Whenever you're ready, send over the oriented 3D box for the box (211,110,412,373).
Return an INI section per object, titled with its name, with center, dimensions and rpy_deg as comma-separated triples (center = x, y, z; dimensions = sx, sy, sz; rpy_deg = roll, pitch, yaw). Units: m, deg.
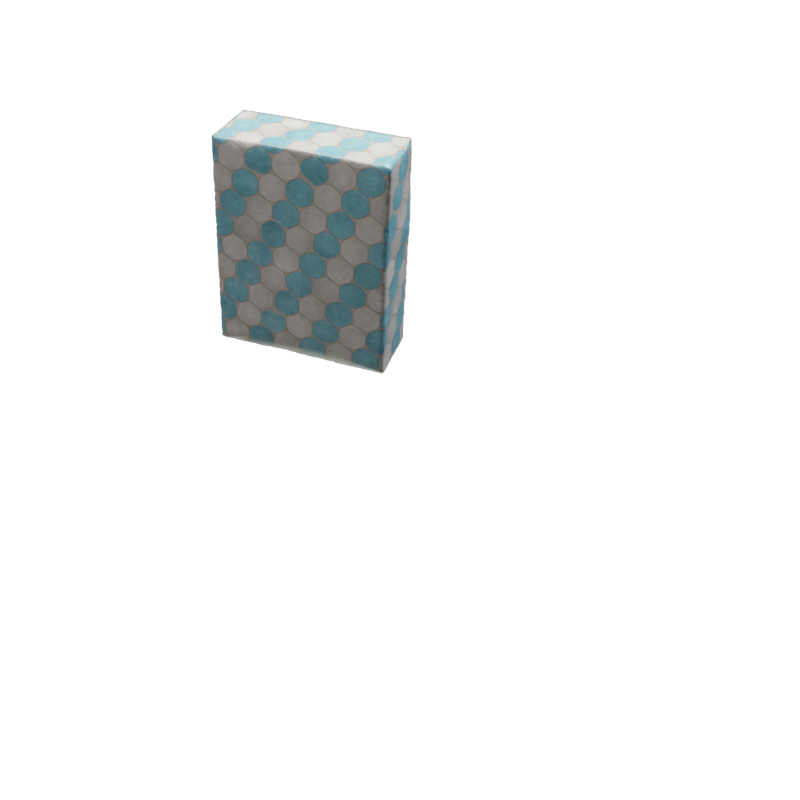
[box]
center = -0.078, -0.142, 0.998
dimensions = 0.169, 0.200, 0.074
rpy_deg = 14, 35, 17
